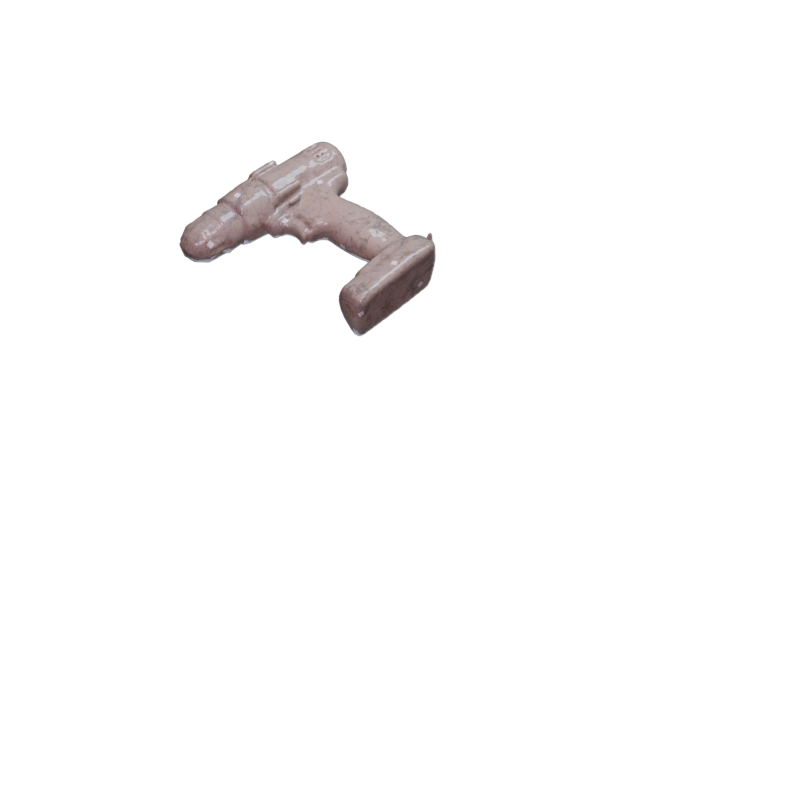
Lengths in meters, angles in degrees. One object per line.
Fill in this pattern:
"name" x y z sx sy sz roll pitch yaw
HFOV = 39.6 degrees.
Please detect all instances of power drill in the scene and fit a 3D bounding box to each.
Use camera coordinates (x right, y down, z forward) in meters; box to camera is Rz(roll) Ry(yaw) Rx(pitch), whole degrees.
"power drill" -0.077 -0.141 0.988 0.186 0.053 0.199 -37 61 -25
